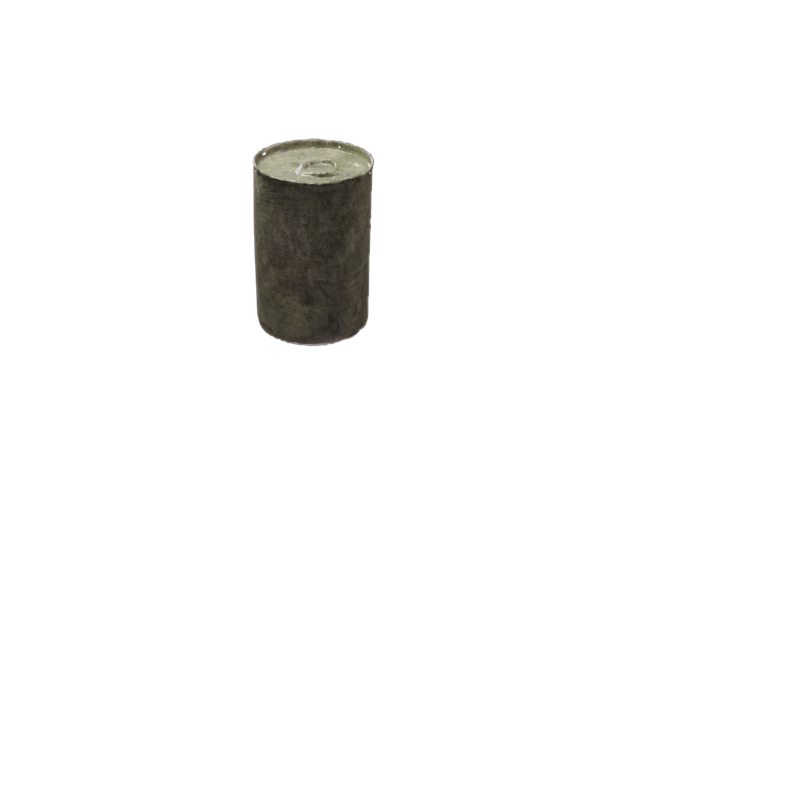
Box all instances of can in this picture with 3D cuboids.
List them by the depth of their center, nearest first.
[{"bbox_3d":[-0.050,-0.091,0.638,0.068,0.097,0.073,0,28,-2],"label":"can"}]
